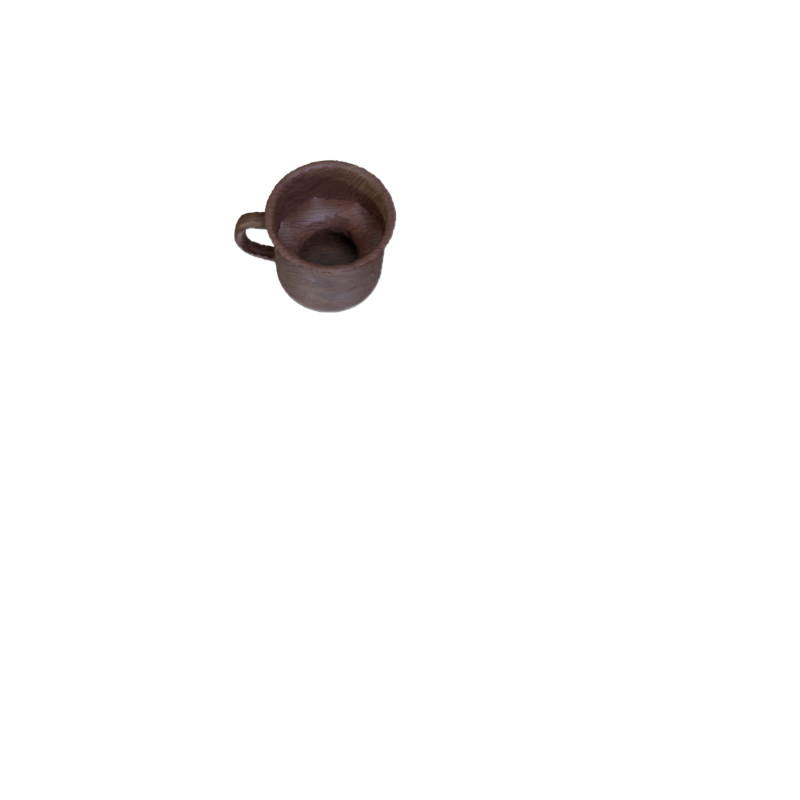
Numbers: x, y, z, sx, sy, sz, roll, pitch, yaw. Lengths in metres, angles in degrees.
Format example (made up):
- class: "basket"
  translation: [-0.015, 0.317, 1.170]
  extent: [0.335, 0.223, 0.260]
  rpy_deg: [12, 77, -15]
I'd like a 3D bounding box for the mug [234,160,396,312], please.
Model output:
- class: "mug"
  translation: [-0.064, -0.117, 0.818]
  extent: [0.117, 0.099, 0.077]
  rpy_deg: [2, -26, 0]
